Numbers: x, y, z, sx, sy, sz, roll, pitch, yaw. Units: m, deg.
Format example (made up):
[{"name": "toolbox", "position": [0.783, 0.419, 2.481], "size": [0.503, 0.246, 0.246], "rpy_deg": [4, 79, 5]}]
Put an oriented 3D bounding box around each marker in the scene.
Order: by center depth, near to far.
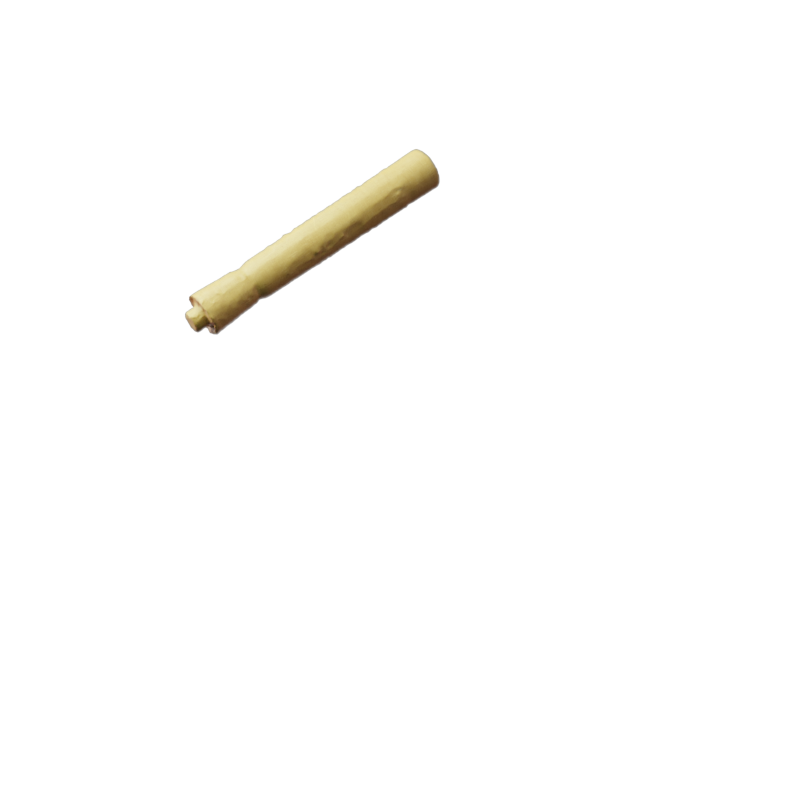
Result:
[{"name": "marker", "position": [-0.035, -0.064, 0.450], "size": [0.121, 0.019, 0.020], "rpy_deg": [-36, 17, -19]}]
